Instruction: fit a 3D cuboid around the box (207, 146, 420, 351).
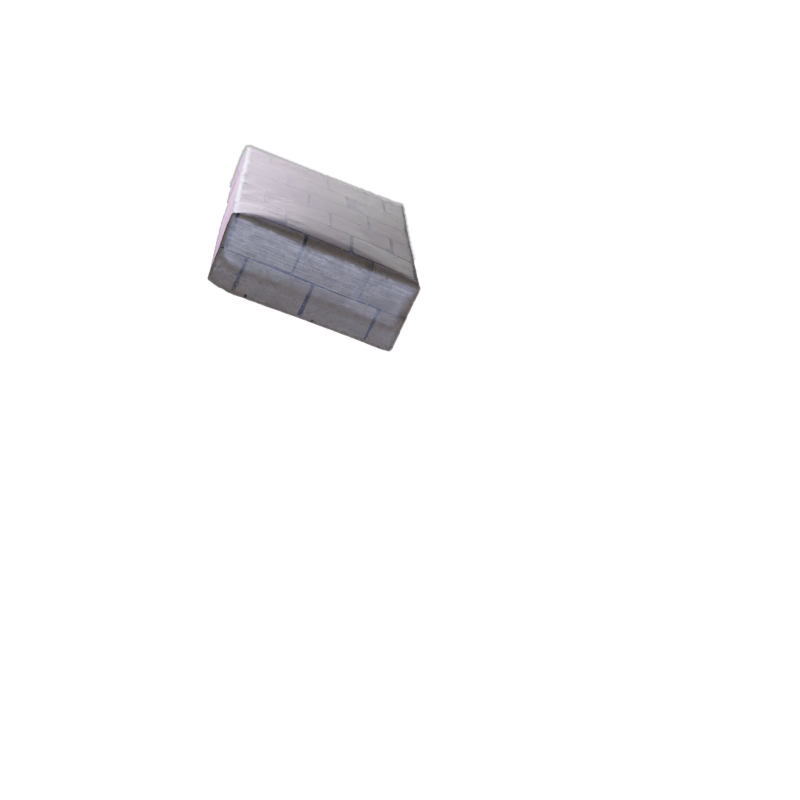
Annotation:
[{"bbox_3d":[-0.076,-0.139,0.975,0.161,0.070,0.225,19,23,-11],"label":"box"}]
